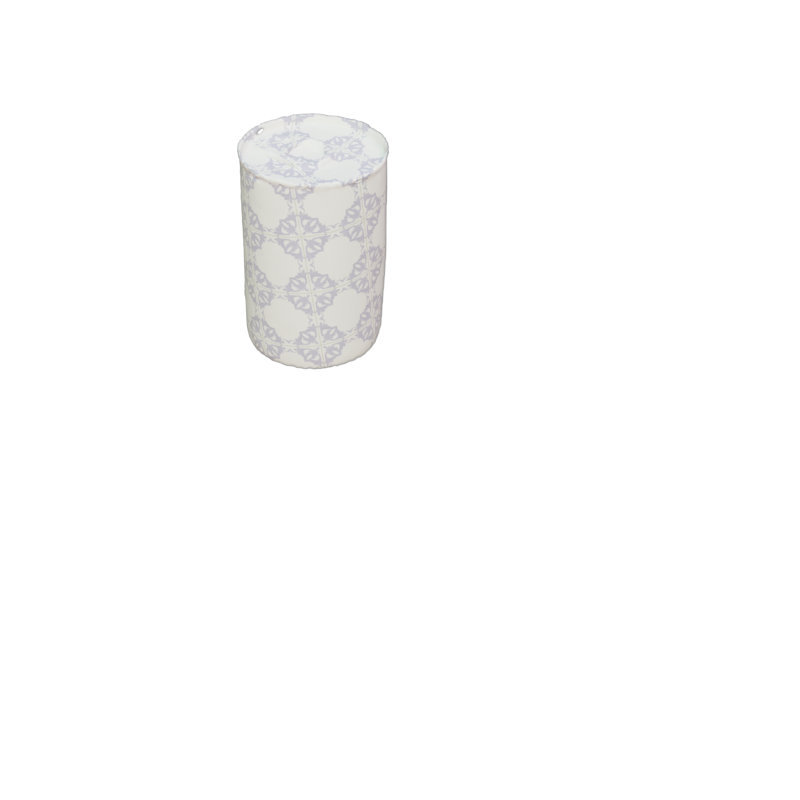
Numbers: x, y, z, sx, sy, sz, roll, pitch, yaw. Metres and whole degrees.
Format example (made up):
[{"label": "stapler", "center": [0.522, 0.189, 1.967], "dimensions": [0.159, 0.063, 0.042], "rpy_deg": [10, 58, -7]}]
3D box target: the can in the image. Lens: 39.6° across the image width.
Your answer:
[{"label": "can", "center": [-0.041, -0.075, 0.522], "dimensions": [0.068, 0.096, 0.073], "rpy_deg": [0, 36, -3]}]
